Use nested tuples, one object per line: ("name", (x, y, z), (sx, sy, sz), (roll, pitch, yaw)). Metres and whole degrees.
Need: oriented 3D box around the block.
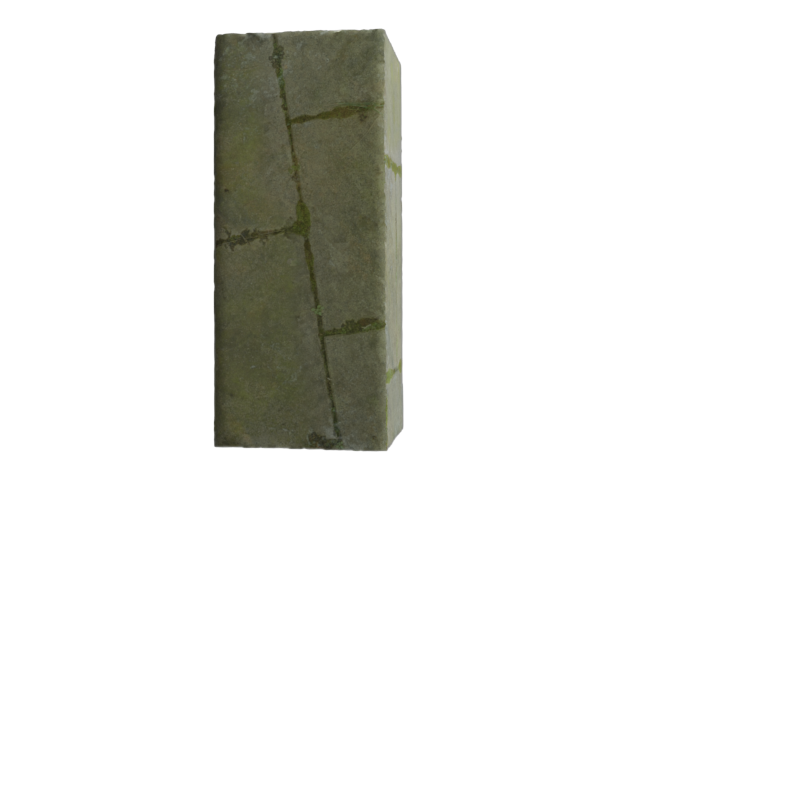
("block", (-0.047, -0.084, 0.588), (0.091, 0.207, 0.089), (0, -1, 7))
